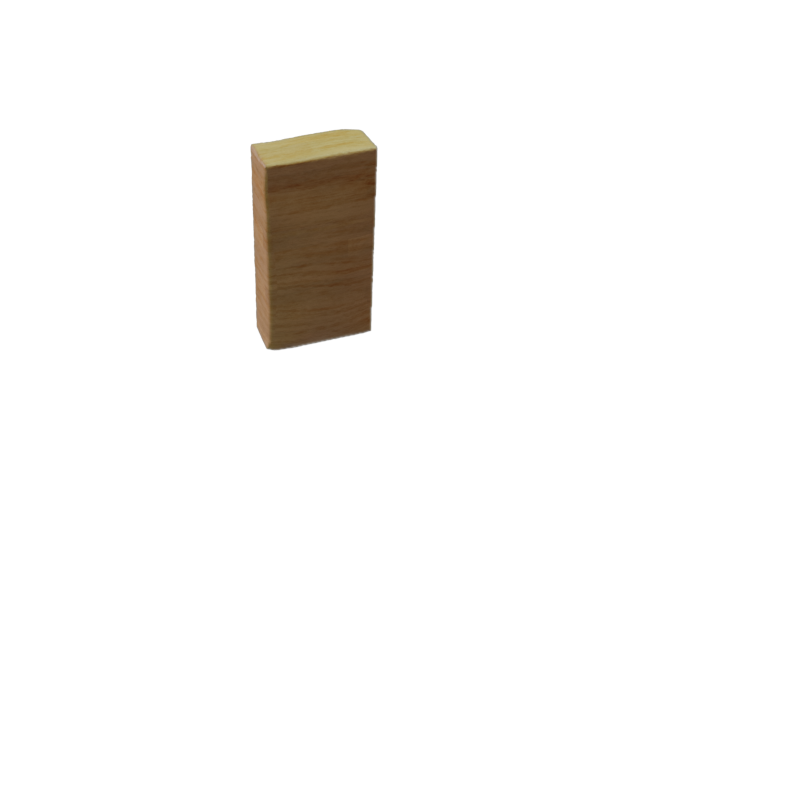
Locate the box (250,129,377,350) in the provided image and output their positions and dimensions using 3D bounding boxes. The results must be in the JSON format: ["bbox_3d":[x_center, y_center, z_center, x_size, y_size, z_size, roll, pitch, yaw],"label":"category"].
[{"bbox_3d":[-0.069,-0.127,0.887,0.092,0.165,0.052,-11,35,-19],"label":"box"}]
